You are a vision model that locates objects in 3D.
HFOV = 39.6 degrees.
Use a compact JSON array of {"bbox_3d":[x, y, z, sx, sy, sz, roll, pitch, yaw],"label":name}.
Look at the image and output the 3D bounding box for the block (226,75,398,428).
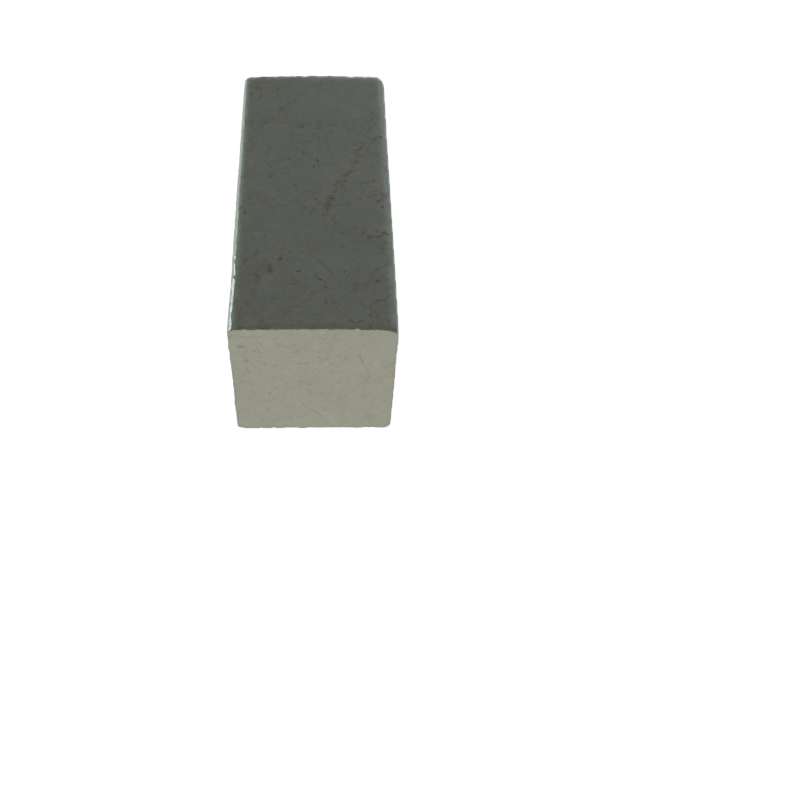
[{"bbox_3d":[-0.052,-0.095,0.667,0.090,0.221,0.085,-1,-40,-3],"label":"block"}]
